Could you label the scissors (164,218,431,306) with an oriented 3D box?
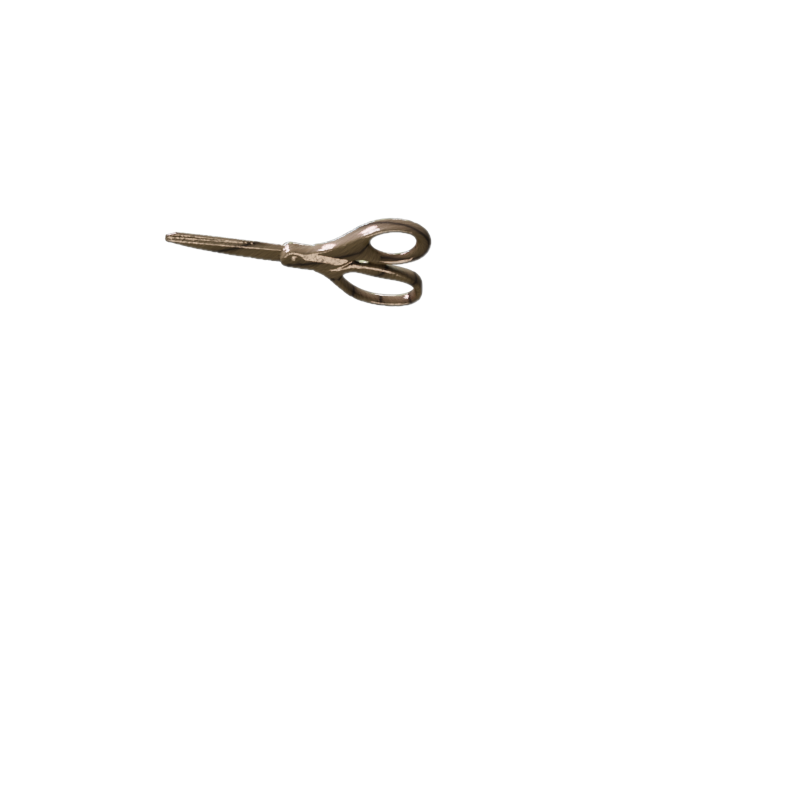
[{"bbox_3d":[-0.065,-0.118,0.829,0.194,0.017,0.093,18,-44,-20],"label":"scissors"}]
